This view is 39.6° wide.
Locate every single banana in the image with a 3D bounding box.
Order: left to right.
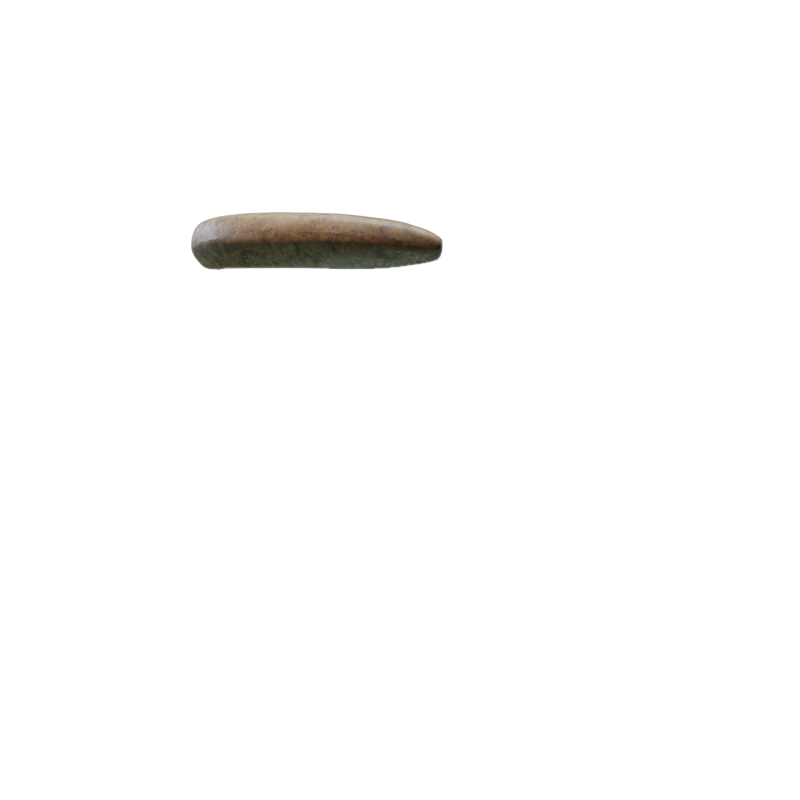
[{"bbox_3d":[-0.071,-0.103,0.720,0.206,0.037,0.067,5,7,37],"label":"banana"}]
